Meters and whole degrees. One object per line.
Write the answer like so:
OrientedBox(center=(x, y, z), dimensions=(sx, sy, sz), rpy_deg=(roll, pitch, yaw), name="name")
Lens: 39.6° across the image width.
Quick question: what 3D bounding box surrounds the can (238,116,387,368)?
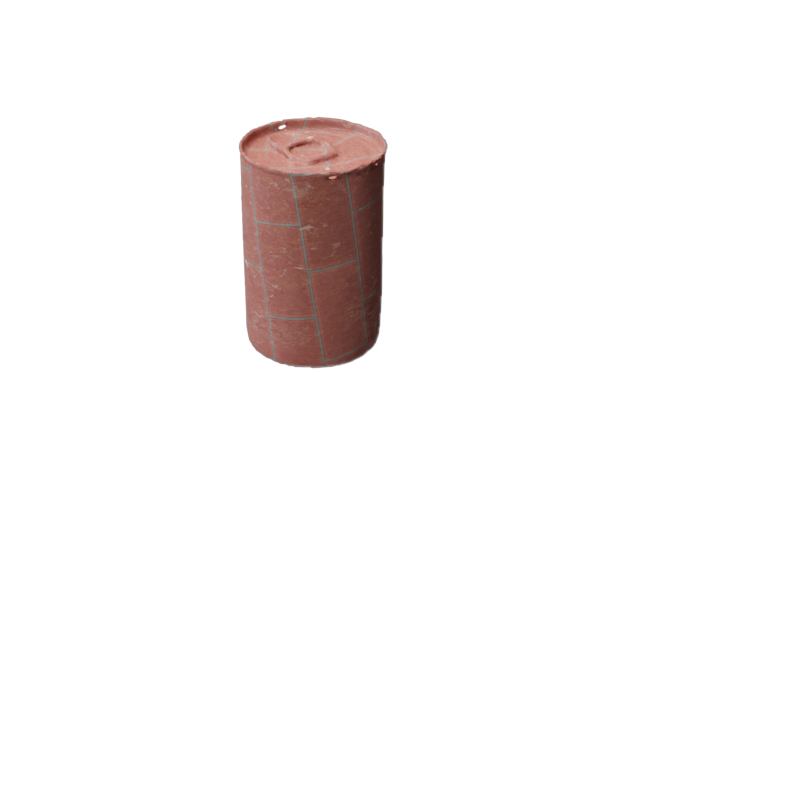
OrientedBox(center=(-0.041, -0.075, 0.529), dimensions=(0.068, 0.096, 0.073), rpy_deg=(0, 31, -3), name="can")
